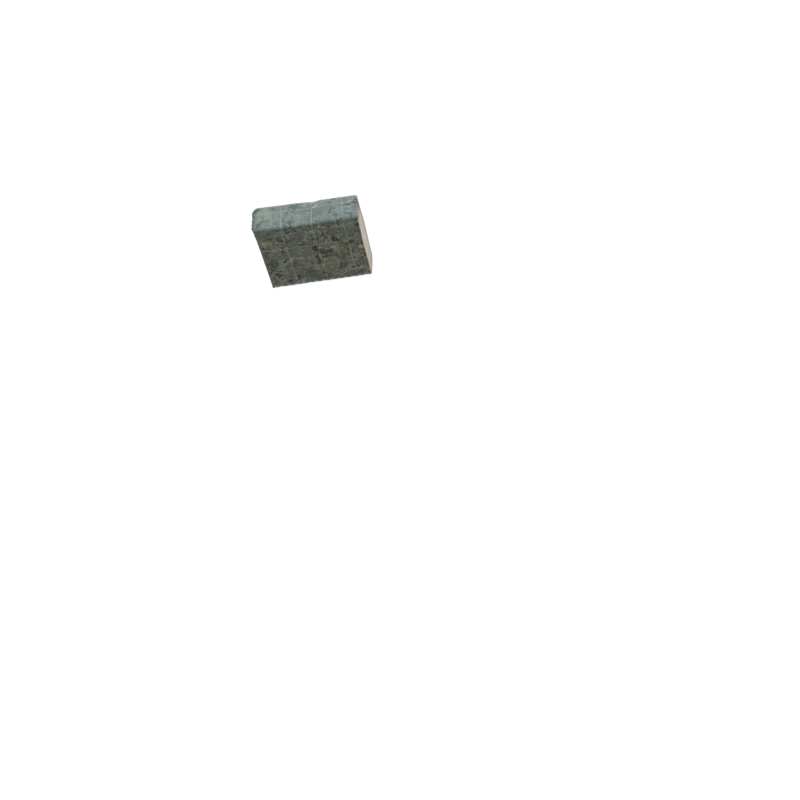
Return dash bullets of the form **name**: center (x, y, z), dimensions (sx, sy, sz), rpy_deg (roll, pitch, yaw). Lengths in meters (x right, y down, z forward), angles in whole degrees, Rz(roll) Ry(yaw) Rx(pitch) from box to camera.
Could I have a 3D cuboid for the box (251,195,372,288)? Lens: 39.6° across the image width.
- **box**: center (-0.072, -0.132, 0.922), dimensions (0.090, 0.032, 0.068), rpy_deg (-6, -37, 8)
